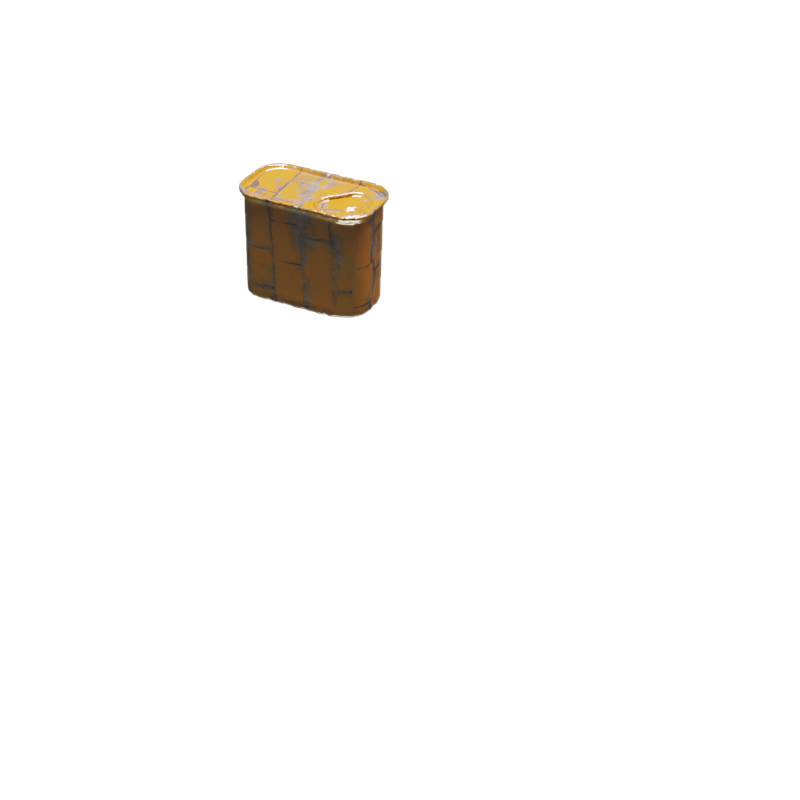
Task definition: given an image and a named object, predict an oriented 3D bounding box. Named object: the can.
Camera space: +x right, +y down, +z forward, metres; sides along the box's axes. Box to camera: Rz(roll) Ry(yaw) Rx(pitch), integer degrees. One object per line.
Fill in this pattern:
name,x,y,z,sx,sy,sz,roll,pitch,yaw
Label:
can,-0.061,-0.112,0.783,0.106,0.079,0.059,16,35,22
